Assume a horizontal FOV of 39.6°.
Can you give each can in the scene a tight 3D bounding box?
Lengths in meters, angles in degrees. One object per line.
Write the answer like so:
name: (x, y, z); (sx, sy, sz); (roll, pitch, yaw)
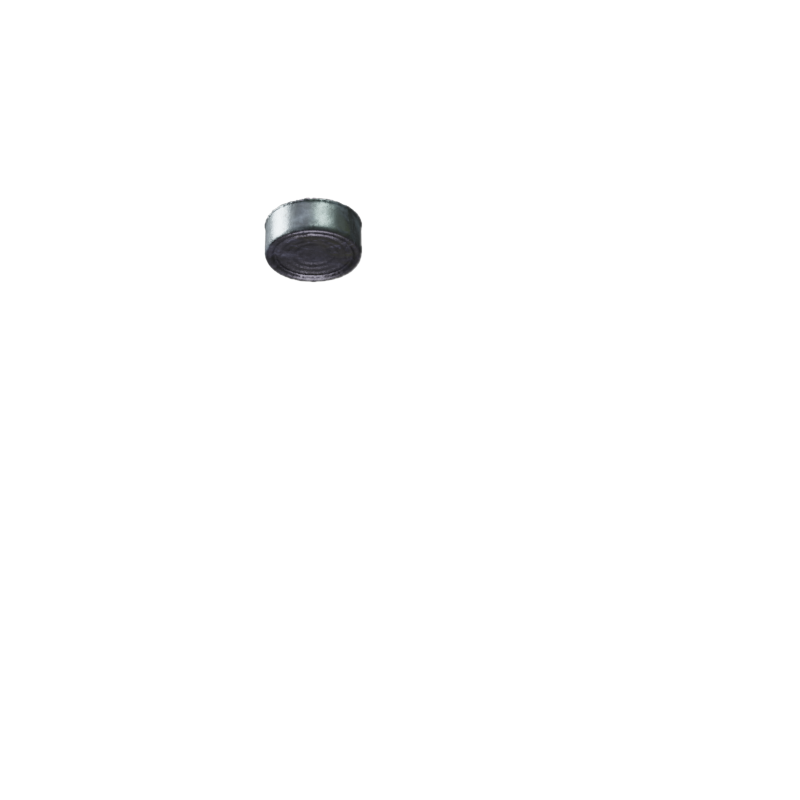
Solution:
can: (-0.076, -0.138, 0.967); (0.086, 0.036, 0.081); (1, -28, -2)
